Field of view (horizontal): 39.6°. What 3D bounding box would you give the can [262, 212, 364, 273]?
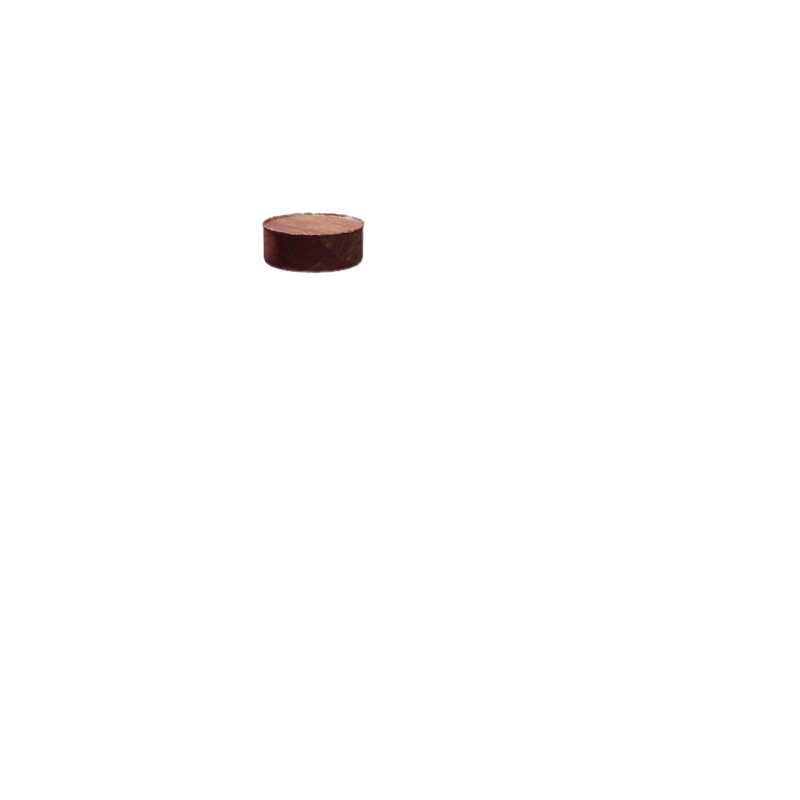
[{"bbox_3d":[-0.073,-0.133,0.933,0.086,0.032,0.089,-1,20,-2],"label":"can"}]
